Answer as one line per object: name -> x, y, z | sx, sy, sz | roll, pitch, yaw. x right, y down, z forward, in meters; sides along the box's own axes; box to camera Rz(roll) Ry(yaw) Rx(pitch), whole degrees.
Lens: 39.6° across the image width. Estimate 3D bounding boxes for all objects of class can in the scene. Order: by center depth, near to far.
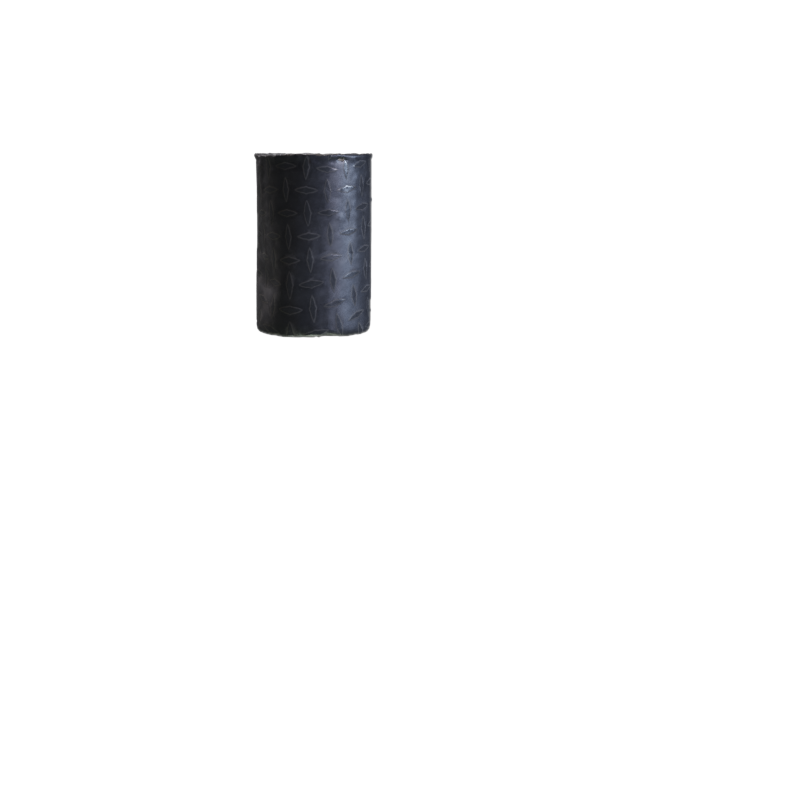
can -> -0.050, -0.091, 0.637 | 0.068, 0.101, 0.070 | 0, 7, -2
